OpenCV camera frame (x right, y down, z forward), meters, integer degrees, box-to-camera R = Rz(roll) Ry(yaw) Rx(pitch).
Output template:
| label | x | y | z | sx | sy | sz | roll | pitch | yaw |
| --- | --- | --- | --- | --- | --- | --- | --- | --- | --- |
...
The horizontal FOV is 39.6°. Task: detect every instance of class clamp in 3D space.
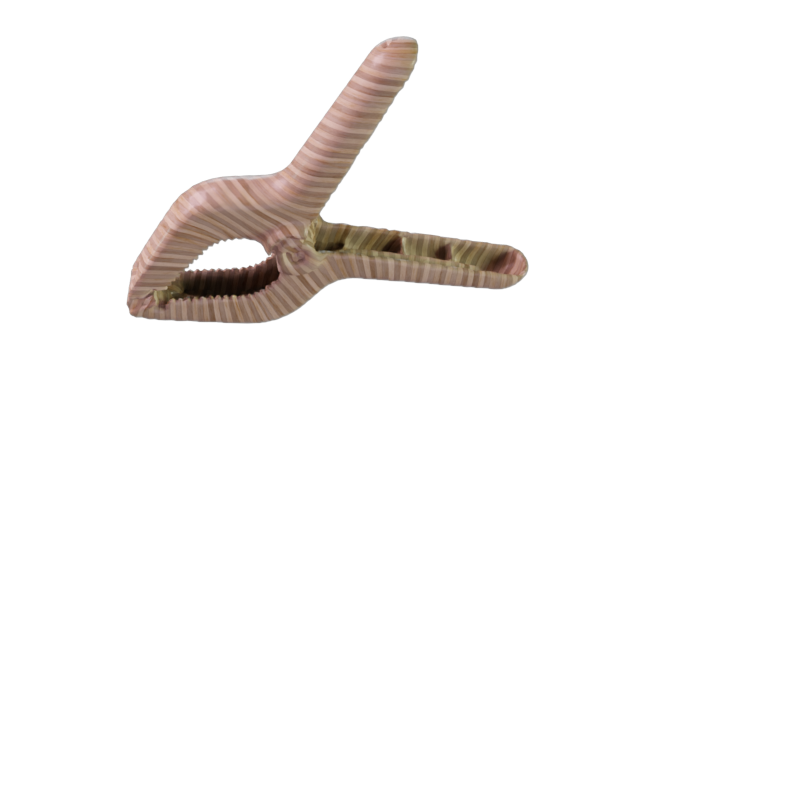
| label | x | y | z | sx | sy | sz | roll | pitch | yaw |
| --- | --- | --- | --- | --- | --- | --- | --- | --- | --- |
| clamp | -0.046 | -0.083 | 0.581 | 0.211 | 0.039 | 0.153 | -23 | -49 | 22 |
